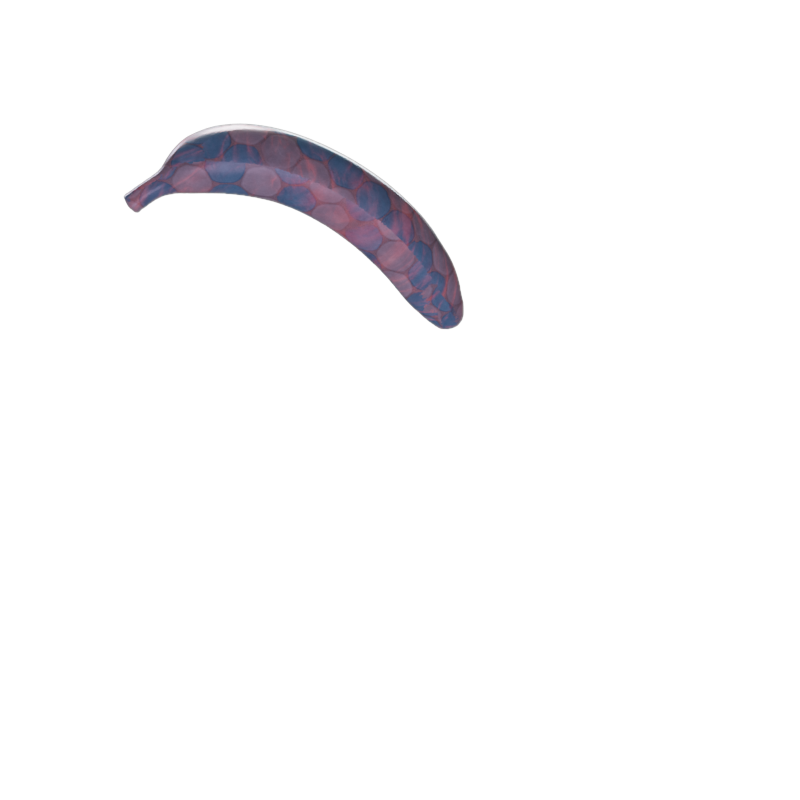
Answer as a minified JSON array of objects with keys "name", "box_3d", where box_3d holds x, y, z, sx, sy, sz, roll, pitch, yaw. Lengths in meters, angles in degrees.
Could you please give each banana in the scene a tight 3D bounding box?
[{"name":"banana","box_3d":[-0.042,-0.100,0.588,0.192,0.067,0.039,21,32,-14]}]
